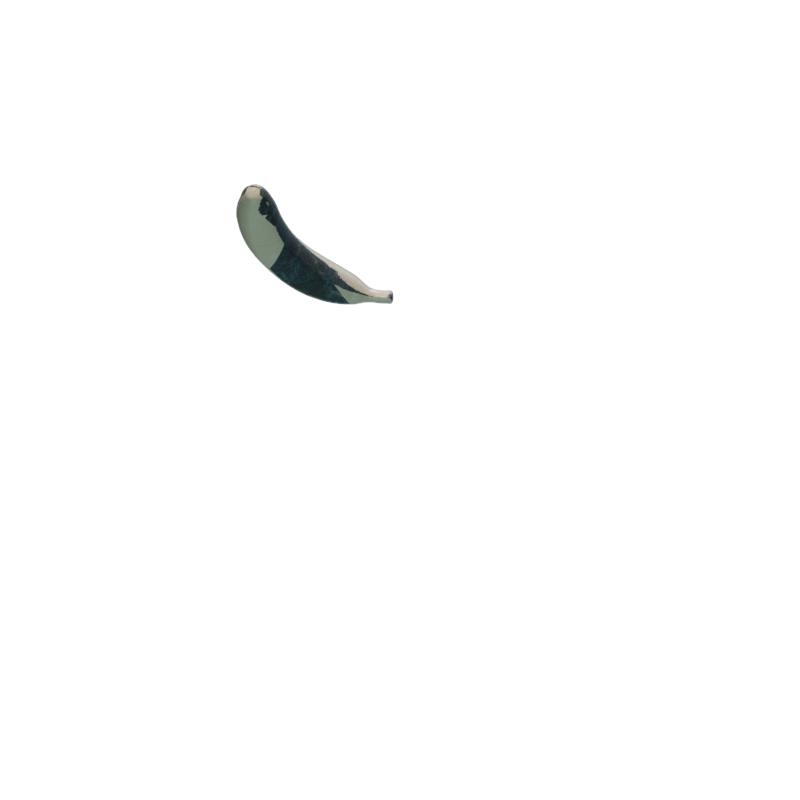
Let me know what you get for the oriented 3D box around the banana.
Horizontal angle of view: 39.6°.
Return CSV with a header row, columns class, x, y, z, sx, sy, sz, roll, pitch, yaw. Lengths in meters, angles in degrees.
class,x,y,z,sx,sy,sz,roll,pitch,yaw
banana,-0.085,-0.125,0.930,0.070,0.039,0.184,-18,-32,31
